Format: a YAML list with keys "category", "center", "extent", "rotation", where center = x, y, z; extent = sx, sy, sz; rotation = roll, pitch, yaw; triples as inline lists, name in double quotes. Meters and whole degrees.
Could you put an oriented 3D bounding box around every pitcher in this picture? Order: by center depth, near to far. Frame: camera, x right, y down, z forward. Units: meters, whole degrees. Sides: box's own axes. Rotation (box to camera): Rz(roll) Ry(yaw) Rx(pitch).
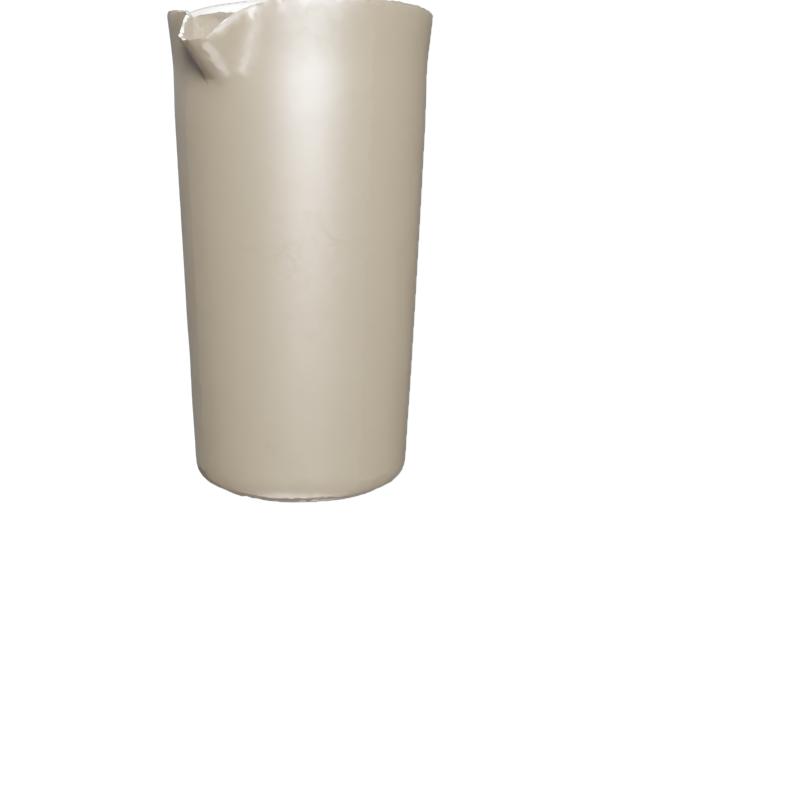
- category: "pitcher"
  center: [-0.045, -0.082, 0.574]
  extent: [0.147, 0.240, 0.149]
  rotation: [-1, 6, -14]
